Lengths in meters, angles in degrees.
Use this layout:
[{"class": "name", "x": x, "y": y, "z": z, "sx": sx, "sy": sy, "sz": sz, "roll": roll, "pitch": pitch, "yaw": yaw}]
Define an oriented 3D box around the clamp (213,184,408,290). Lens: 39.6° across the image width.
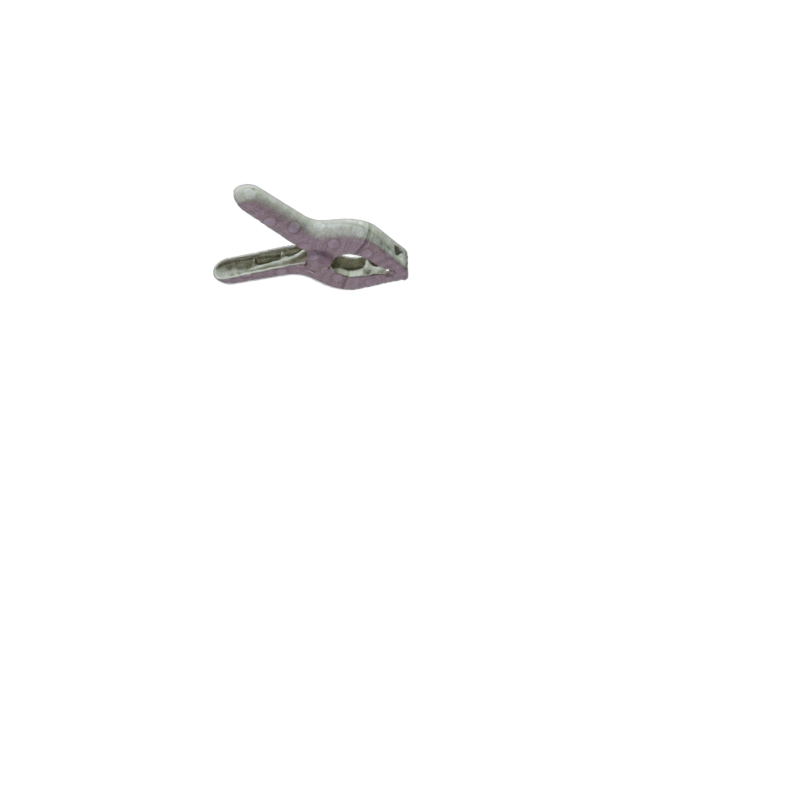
[{"class": "clamp", "x": -0.075, "y": -0.136, "z": 0.952, "sx": 0.170, "sy": 0.042, "sz": 0.113, "roll": 2, "pitch": -29, "yaw": -5}]
